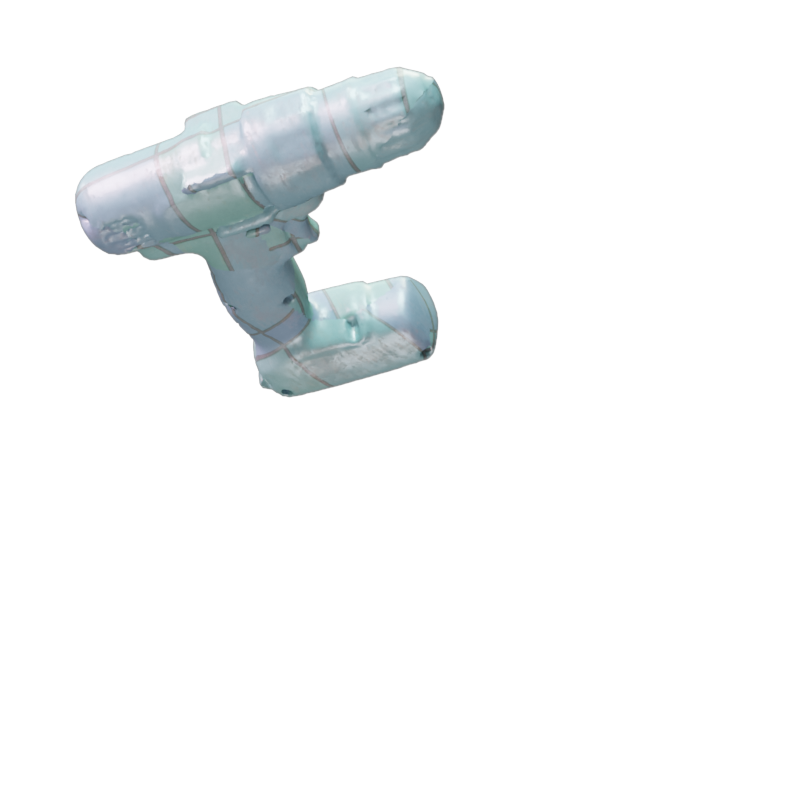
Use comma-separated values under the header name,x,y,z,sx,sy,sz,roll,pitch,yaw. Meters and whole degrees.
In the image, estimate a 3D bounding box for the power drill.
name,x,y,z,sx,sy,sz,roll,pitch,yaw
power drill,-0.045,-0.081,0.570,0.186,0.061,0.173,-13,-38,17
